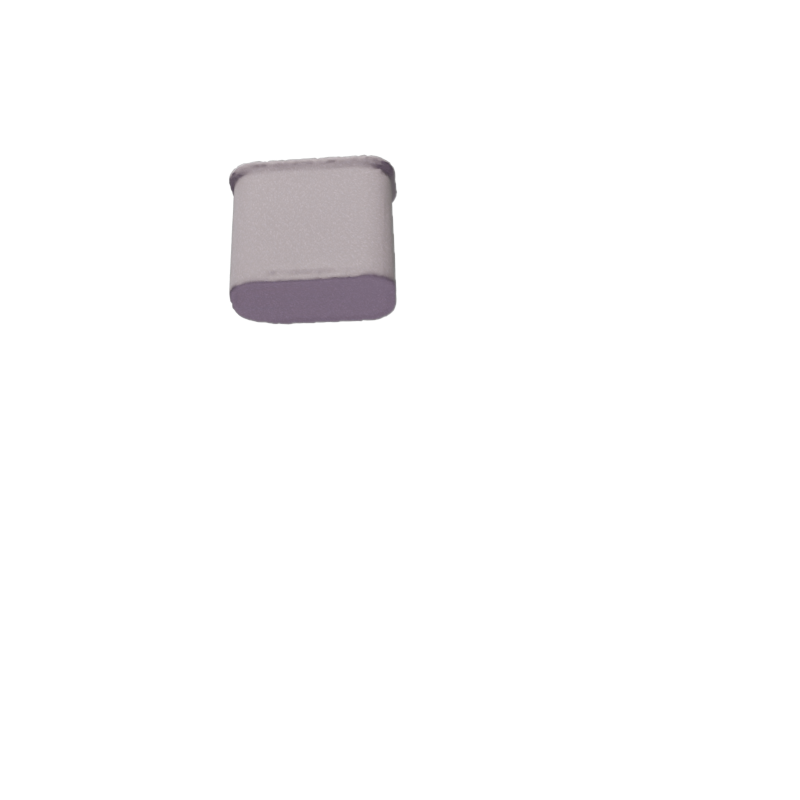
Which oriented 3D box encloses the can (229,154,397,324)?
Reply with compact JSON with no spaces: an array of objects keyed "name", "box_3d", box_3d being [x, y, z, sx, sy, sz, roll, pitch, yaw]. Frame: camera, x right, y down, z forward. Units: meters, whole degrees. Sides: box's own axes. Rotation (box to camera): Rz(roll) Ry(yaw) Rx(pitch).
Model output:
[{"name":"can","box_3d":[-0.052,-0.094,0.662,0.102,0.089,0.054,-3,-30,4]}]
